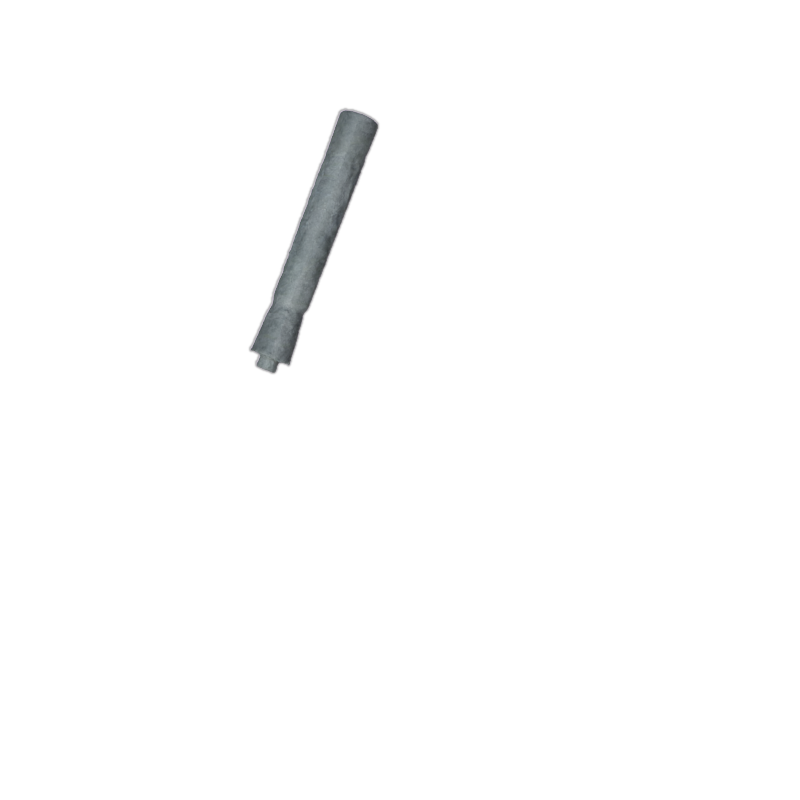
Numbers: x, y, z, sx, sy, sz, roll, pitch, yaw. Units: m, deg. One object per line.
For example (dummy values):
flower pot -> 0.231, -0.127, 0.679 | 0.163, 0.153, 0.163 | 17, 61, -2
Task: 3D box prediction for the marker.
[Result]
marker -> -0.038, -0.070, 0.492 | 0.020, 0.123, 0.019 | 20, -8, 0
